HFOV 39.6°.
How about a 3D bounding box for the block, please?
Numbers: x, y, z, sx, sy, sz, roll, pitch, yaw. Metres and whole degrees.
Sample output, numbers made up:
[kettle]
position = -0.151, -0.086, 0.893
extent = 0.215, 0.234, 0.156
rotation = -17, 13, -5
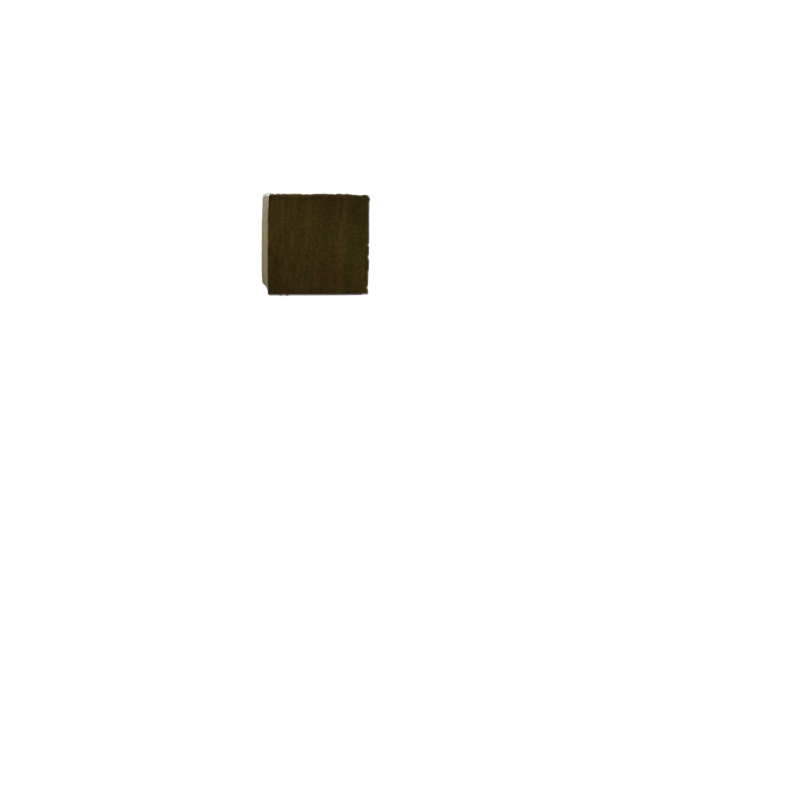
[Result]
[block]
position = -0.046, -0.084, 0.588
extent = 0.052, 0.051, 0.080
rotation = -1, 8, -8
